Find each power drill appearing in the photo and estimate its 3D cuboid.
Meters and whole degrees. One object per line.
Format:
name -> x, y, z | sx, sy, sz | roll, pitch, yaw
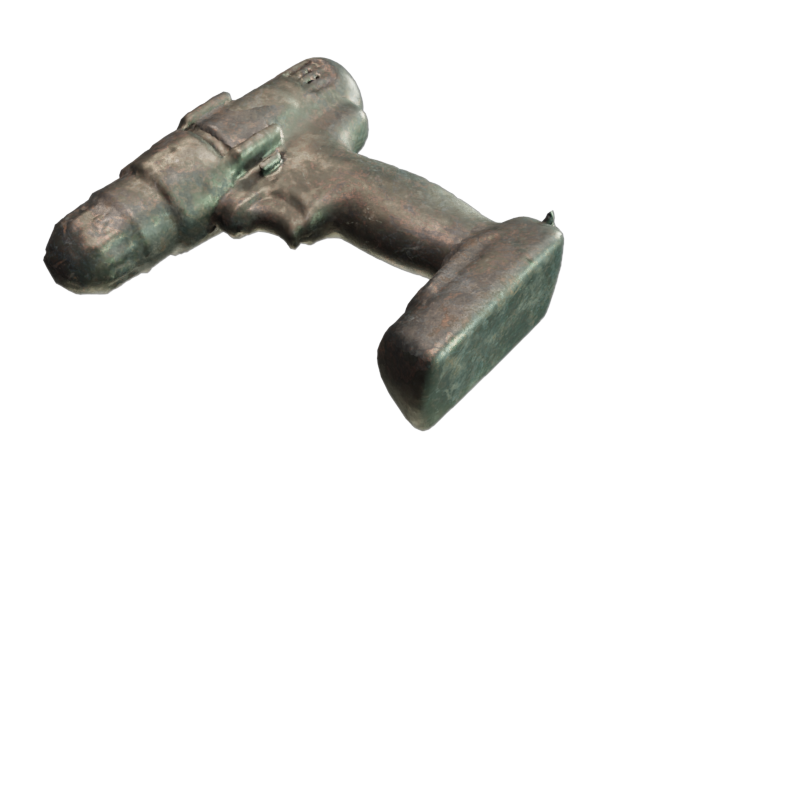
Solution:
power drill -> -0.039, -0.071, 0.496 | 0.199, 0.053, 0.187 | 35, 59, 25
